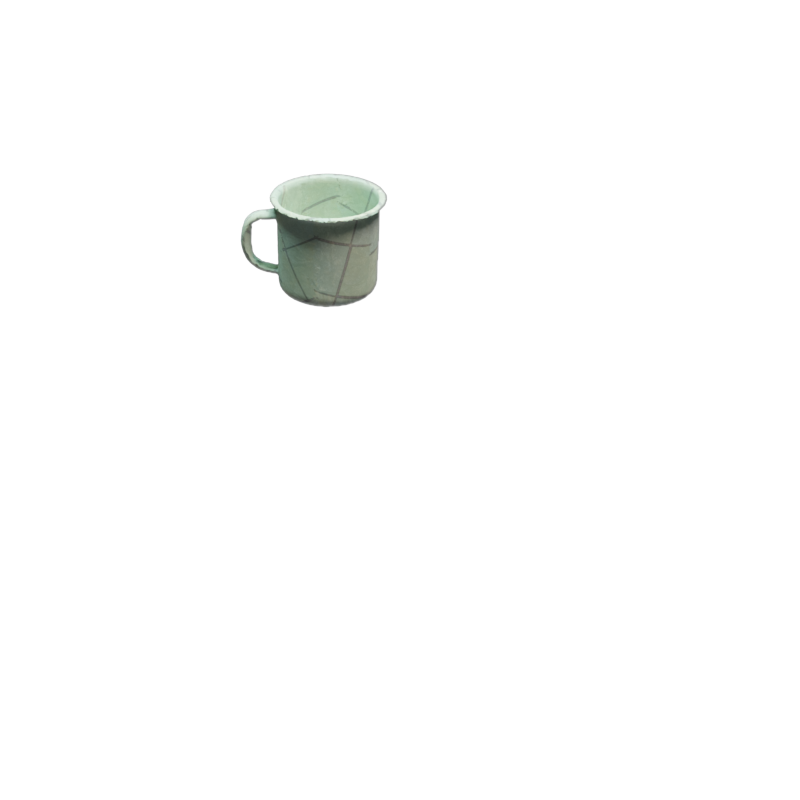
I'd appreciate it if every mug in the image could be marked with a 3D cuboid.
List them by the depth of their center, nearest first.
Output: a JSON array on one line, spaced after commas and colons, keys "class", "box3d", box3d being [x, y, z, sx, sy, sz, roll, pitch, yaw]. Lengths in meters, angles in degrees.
[{"class": "mug", "box3d": [-0.070, -0.128, 0.897, 0.116, 0.077, 0.099, -2, 31, -4]}]
